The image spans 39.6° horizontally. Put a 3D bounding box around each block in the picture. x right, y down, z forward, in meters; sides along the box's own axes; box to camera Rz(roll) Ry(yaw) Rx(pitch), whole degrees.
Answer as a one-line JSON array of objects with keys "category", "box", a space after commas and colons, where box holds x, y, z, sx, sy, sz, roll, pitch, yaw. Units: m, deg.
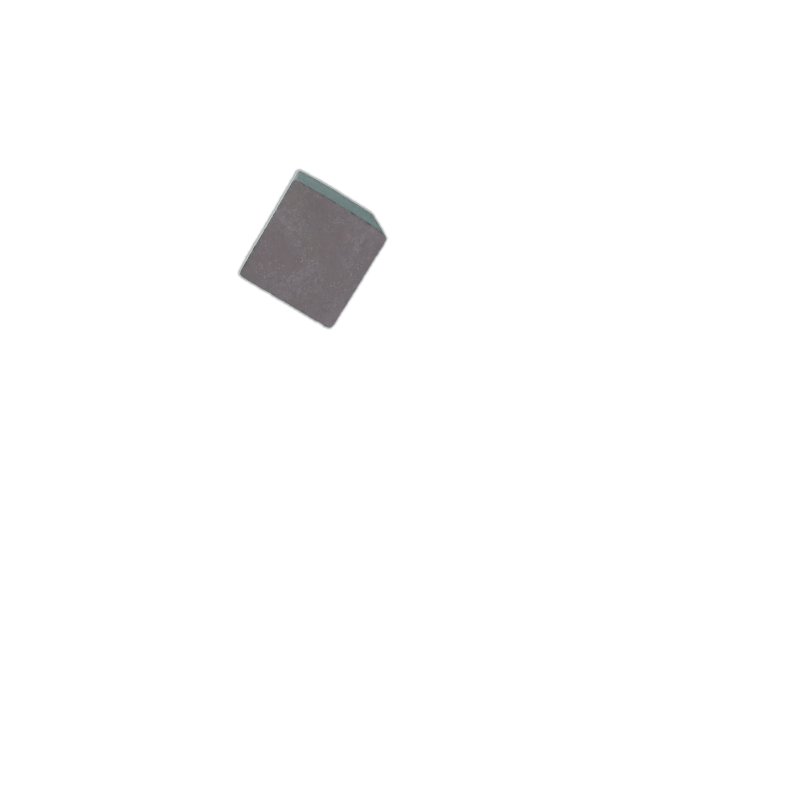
[{"category": "block", "box": [-0.076, -0.140, 0.978, 0.089, 0.090, 0.211, 31, 9, -10]}]
